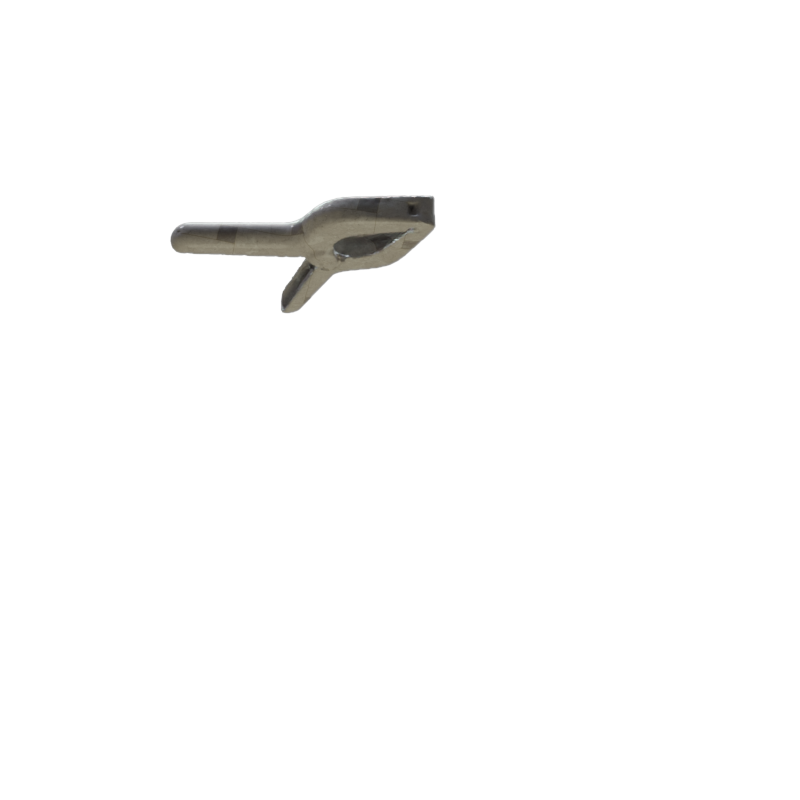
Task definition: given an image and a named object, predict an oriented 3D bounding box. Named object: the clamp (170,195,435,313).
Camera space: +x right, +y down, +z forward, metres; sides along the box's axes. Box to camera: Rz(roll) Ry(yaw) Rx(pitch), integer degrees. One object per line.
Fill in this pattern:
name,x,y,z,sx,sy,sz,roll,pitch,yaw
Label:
clamp,-0.071,-0.129,0.904,0.213,0.038,0.154,-16,-25,36
